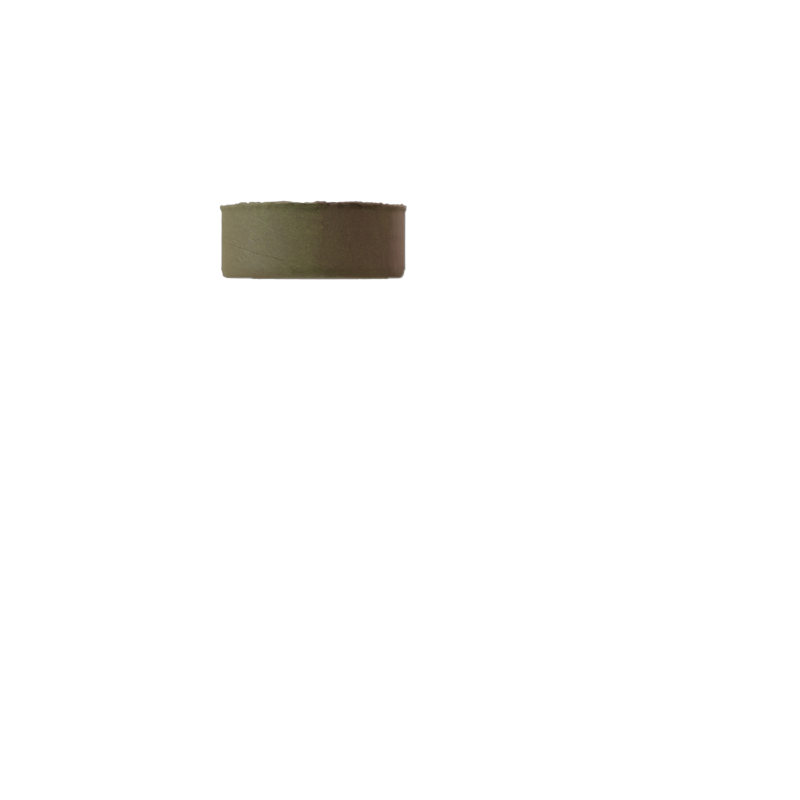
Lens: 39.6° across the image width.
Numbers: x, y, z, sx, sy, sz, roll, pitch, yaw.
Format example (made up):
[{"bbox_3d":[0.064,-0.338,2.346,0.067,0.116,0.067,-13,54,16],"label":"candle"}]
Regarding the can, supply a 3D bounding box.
[{"bbox_3d":[-0.040,-0.073,0.509,0.086,0.033,0.087,0,6,-2],"label":"can"}]
